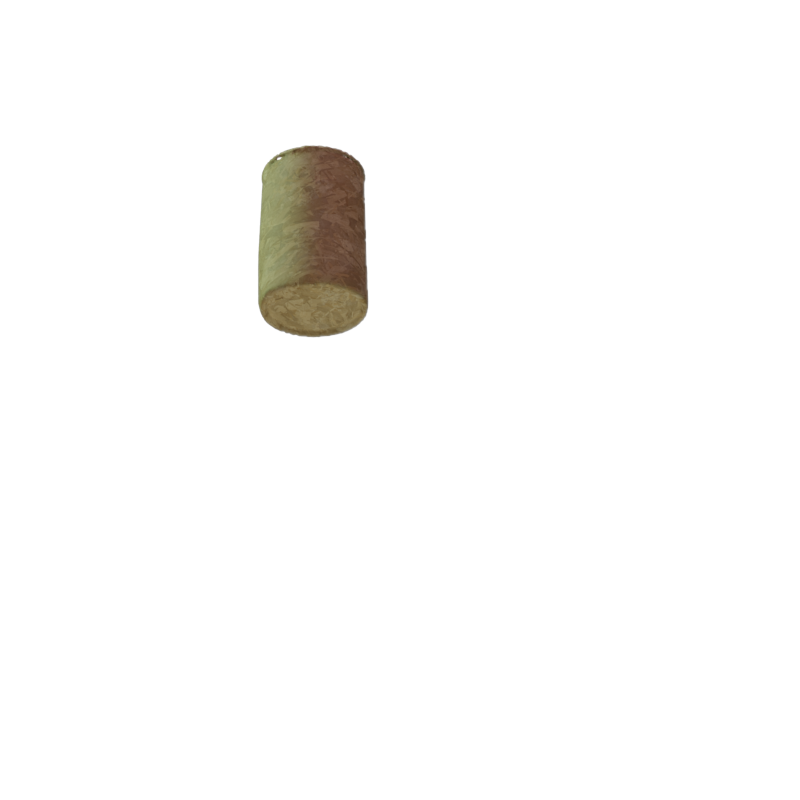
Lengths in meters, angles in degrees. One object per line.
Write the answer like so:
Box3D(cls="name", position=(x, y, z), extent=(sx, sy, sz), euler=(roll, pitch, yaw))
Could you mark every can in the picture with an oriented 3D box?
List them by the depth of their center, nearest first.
Box3D(cls="can", position=(-0.055, -0.100, 0.697), extent=(0.068, 0.109, 0.064), euler=(0, -30, -2))
